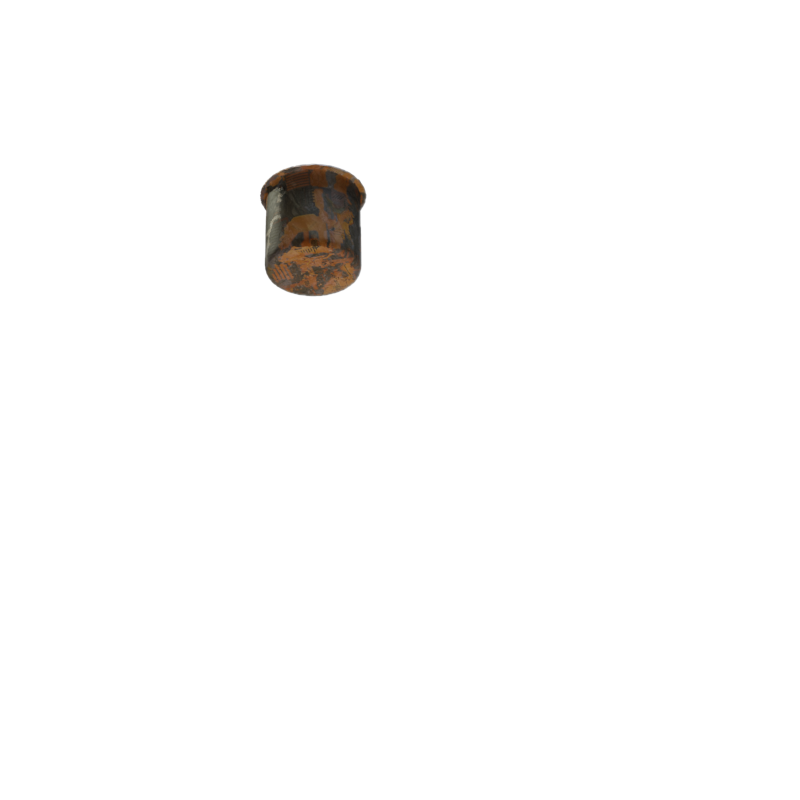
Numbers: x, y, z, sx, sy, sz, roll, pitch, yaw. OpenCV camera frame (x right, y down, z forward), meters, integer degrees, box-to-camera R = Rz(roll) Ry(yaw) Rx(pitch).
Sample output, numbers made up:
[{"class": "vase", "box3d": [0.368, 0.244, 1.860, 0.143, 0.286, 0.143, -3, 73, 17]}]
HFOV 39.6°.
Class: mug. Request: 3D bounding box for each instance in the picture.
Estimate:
[{"class": "mug", "box3d": [-0.075, -0.137, 0.960, 0.093, 0.087, 0.110, 0, -30, -2]}]
